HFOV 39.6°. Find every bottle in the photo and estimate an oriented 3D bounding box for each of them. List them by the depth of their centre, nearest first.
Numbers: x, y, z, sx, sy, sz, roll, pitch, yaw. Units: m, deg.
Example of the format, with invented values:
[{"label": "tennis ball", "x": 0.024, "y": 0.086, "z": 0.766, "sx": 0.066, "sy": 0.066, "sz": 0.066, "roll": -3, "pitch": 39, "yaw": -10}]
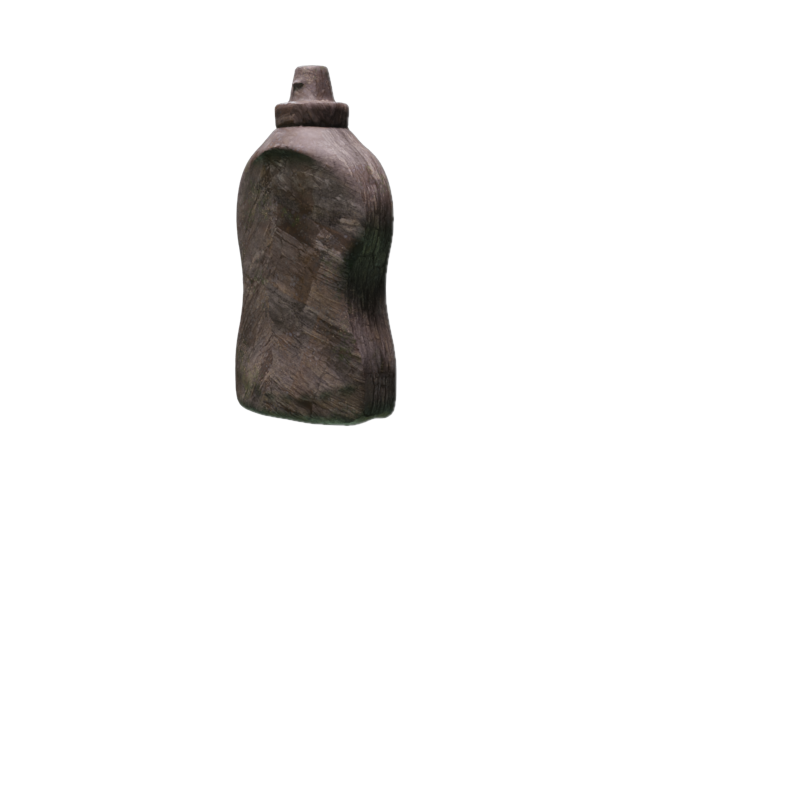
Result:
[{"label": "bottle", "x": -0.048, "y": -0.087, "z": 0.611, "sx": 0.100, "sy": 0.190, "sz": 0.056, "roll": 4, "pitch": 4, "yaw": 40}]
